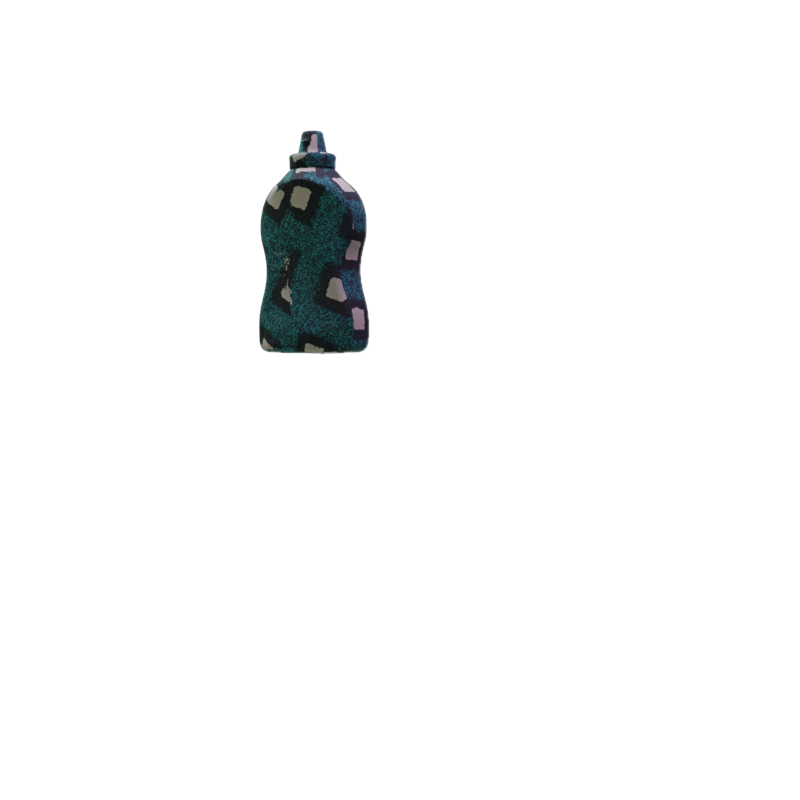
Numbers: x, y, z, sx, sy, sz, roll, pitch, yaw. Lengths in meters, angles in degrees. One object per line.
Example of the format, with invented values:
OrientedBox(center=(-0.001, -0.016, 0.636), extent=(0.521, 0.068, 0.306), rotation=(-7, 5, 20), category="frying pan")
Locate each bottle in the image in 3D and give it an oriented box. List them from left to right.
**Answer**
OrientedBox(center=(-0.075, -0.137, 0.960), extent=(0.099, 0.193, 0.056), rotation=(-1, -3, 31), category="bottle")
